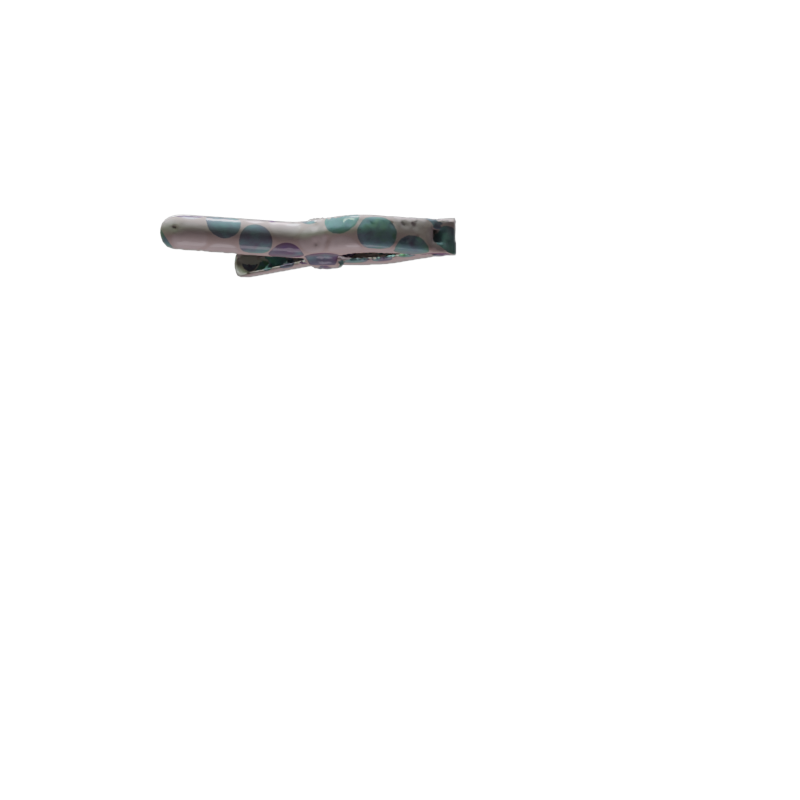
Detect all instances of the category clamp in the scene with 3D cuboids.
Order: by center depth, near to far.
[{"bbox_3d":[-0.065,-0.119,0.836,0.215,0.037,0.158,-1,-2,22],"label":"clamp"}]
